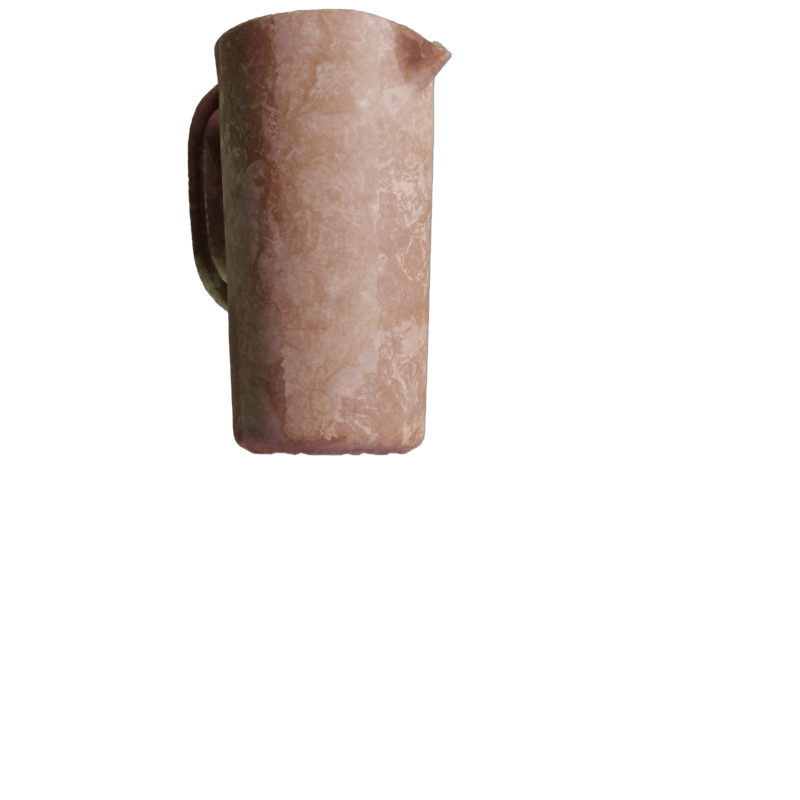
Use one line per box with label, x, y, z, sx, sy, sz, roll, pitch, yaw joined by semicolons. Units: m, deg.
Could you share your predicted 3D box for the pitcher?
pitcher;-0.051;-0.092;0.647;0.143;0.248;0.148;1;-8;-10
